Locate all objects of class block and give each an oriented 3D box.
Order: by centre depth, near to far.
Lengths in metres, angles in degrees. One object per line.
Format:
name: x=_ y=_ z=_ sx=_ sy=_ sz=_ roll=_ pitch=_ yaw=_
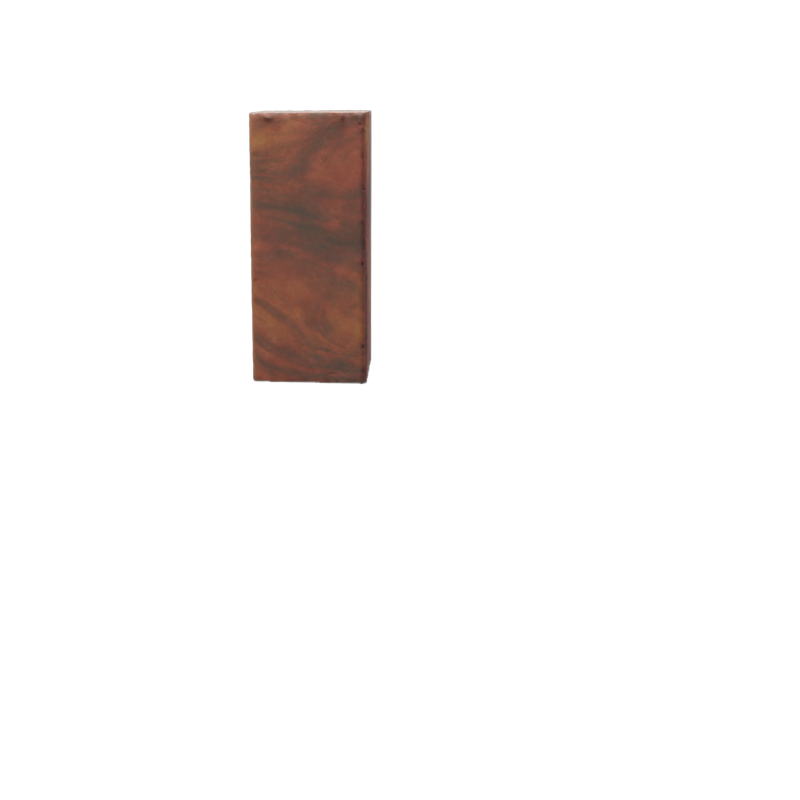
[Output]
block: x=-0.069 y=-0.125 z=0.876 sx=0.091 sy=0.202 sz=0.092 roll=1 pitch=9 yaw=3
